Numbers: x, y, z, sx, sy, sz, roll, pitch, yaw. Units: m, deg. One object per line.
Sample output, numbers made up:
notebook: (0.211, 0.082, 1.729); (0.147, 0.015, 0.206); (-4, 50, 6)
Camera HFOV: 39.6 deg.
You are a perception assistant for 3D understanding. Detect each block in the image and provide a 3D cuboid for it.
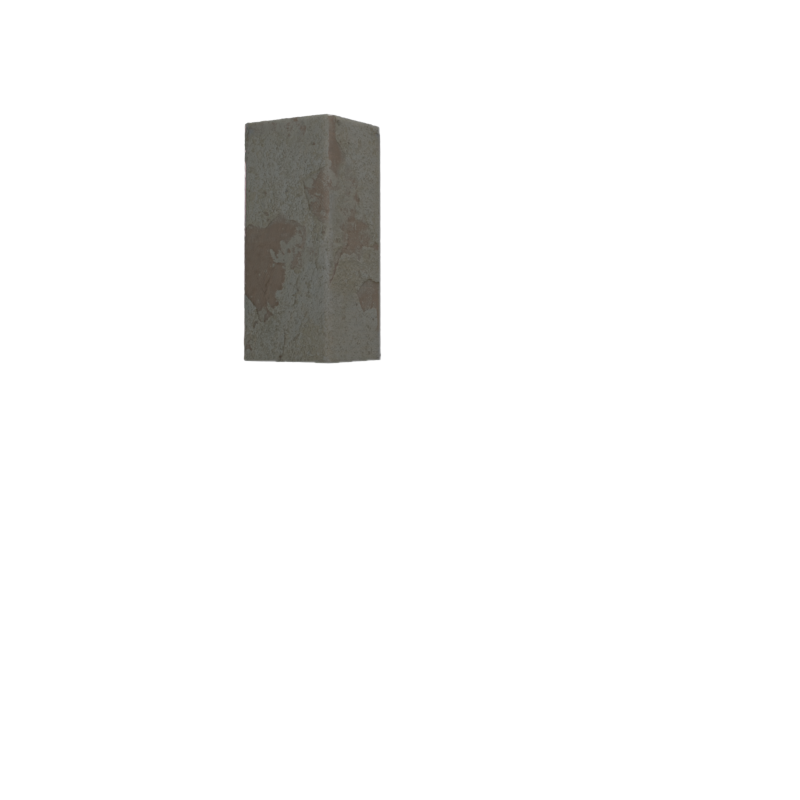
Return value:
block: (-0.075, -0.138, 0.967); (0.093, 0.208, 0.087); (-2, -3, 32)
